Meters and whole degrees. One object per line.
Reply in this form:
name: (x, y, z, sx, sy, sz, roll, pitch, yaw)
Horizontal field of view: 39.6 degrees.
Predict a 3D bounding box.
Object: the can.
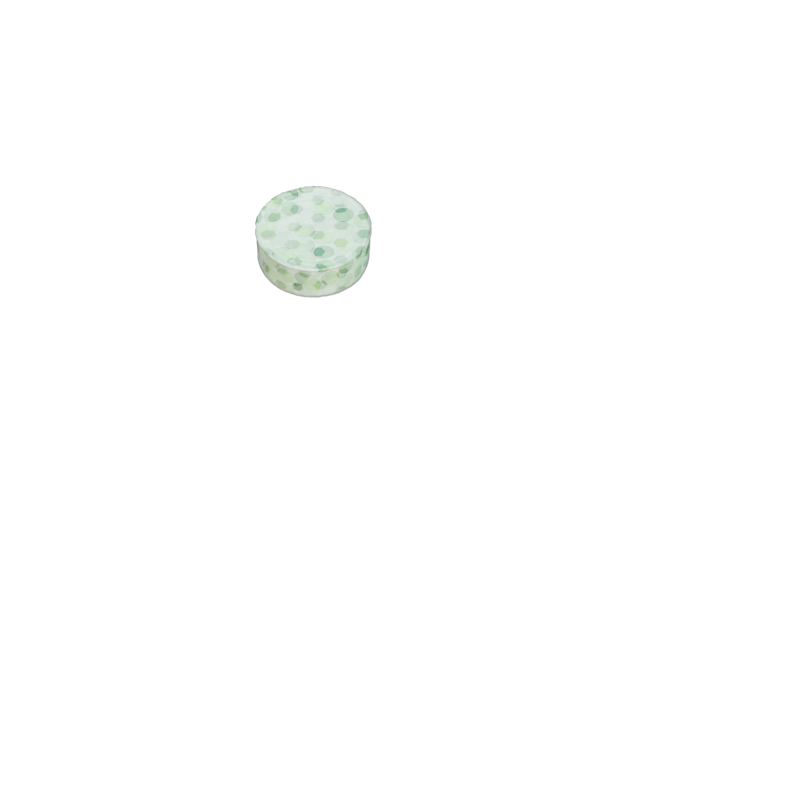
can: (-0.064, -0.117, 0.823, 0.086, 0.092, 0.031, -1, -40, -1)
